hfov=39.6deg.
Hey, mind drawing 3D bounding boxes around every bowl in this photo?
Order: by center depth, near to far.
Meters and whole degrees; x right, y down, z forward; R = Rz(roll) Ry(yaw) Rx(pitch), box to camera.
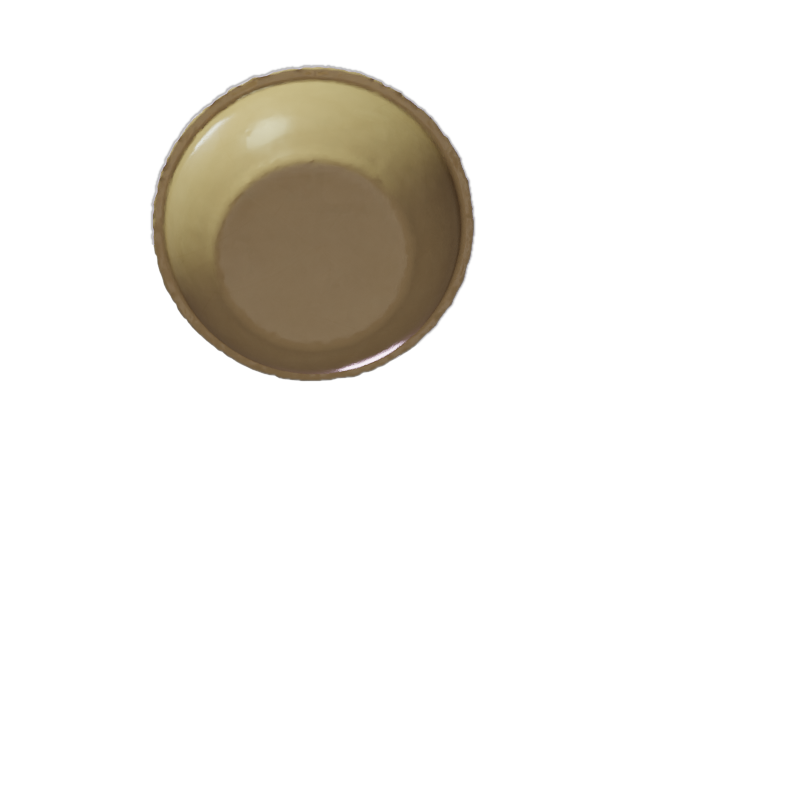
[{"bbox_3d":[-0.042,-0.076,0.531,0.162,0.156,0.057,0,16,-1],"label":"bowl"}]
